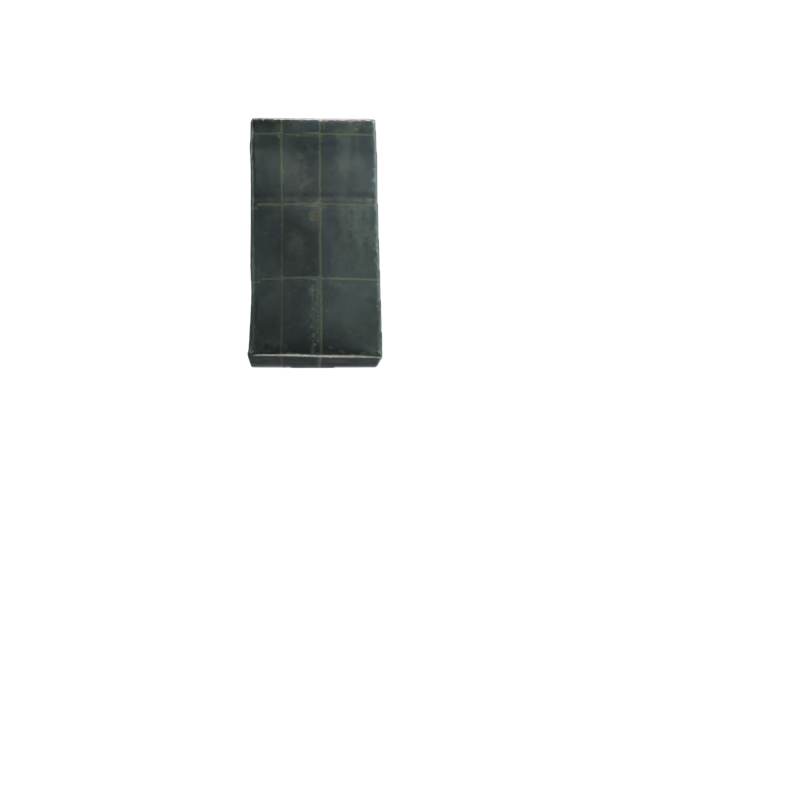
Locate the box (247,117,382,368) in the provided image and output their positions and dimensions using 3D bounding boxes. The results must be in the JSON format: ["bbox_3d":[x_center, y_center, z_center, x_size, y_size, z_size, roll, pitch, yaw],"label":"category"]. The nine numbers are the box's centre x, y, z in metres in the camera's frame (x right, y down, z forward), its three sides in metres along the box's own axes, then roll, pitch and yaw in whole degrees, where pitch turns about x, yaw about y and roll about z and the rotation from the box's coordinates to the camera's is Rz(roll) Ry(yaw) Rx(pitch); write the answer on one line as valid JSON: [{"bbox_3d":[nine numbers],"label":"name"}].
[{"bbox_3d":[-0.062,-0.113,0.793,0.093,0.184,0.046,0,-17,-4],"label":"box"}]
